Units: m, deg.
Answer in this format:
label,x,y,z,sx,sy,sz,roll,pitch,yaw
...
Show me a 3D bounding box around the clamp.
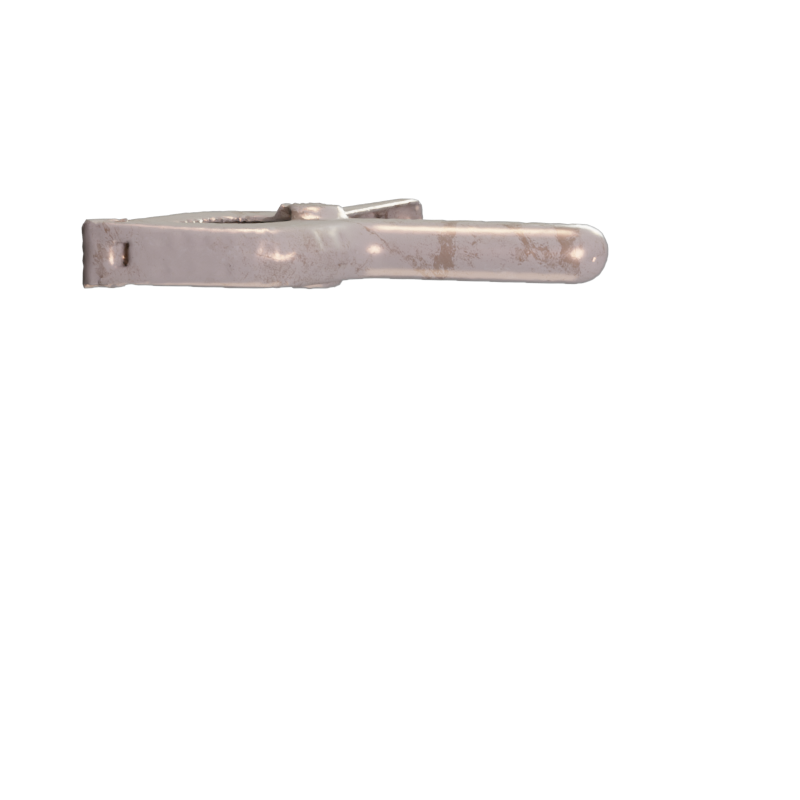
label,x,y,z,sx,sy,sz,roll,pitch,yaw
clamp,-0.039,-0.071,0.500,0.205,0.036,0.172,-5,14,-19
